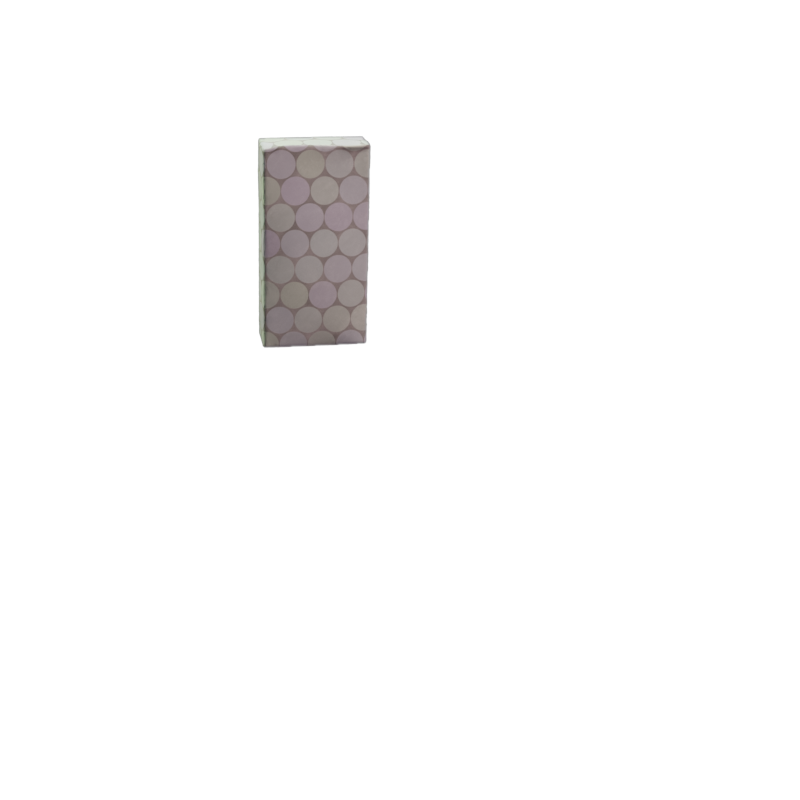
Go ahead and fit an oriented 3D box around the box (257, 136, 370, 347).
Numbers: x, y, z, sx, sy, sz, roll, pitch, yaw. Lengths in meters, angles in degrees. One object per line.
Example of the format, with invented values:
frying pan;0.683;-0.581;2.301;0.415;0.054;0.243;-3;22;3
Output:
box;-0.074;-0.135;0.946;0.092;0.169;0.051;-2;19;-9
